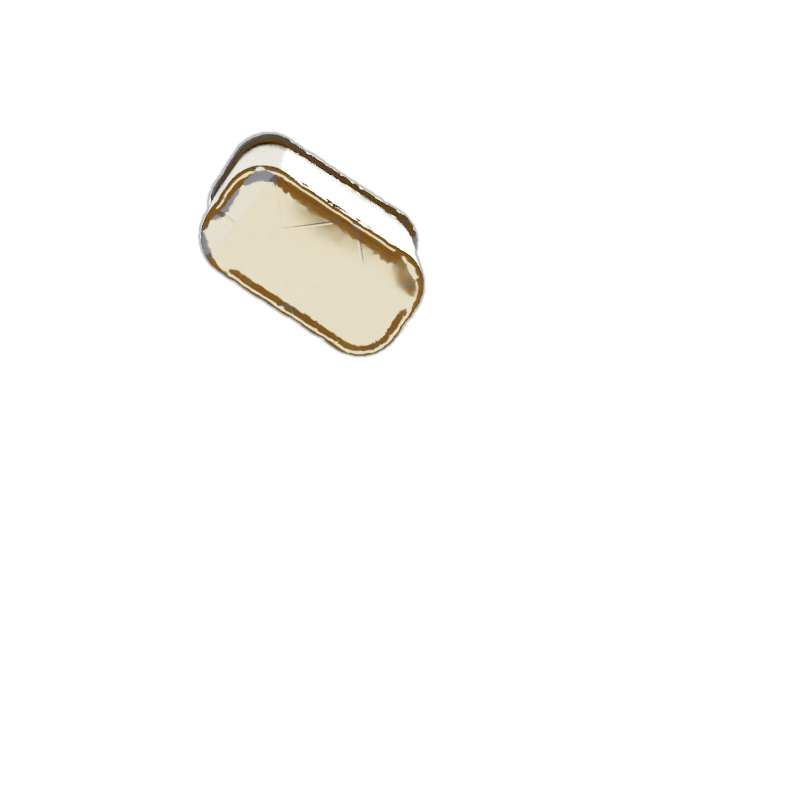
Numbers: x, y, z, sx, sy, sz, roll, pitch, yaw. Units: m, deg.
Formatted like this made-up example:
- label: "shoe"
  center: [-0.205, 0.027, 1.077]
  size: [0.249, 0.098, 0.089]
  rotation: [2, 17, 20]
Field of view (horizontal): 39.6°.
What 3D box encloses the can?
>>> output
- label: "can"
  center: [-0.039, -0.072, 0.502]
  size: [0.100, 0.057, 0.087]
  rotation: [32, 13, -10]
